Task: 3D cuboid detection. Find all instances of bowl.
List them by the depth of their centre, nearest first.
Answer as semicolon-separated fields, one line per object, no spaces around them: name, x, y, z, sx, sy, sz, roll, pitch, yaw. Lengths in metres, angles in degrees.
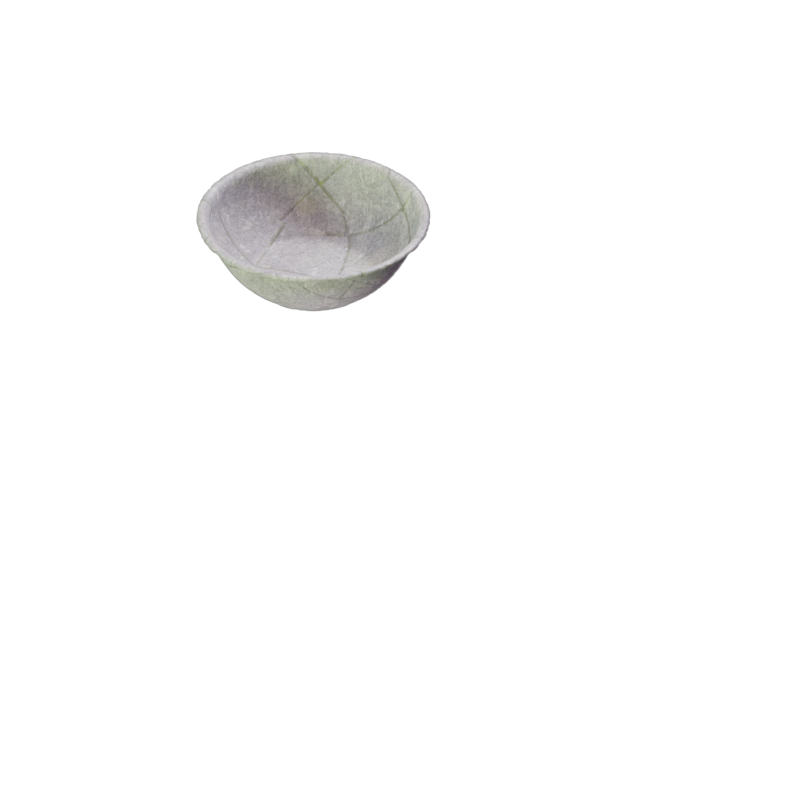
bowl;-0.061;-0.112;0.782;0.162;0.051;0.174;-1;39;-2
